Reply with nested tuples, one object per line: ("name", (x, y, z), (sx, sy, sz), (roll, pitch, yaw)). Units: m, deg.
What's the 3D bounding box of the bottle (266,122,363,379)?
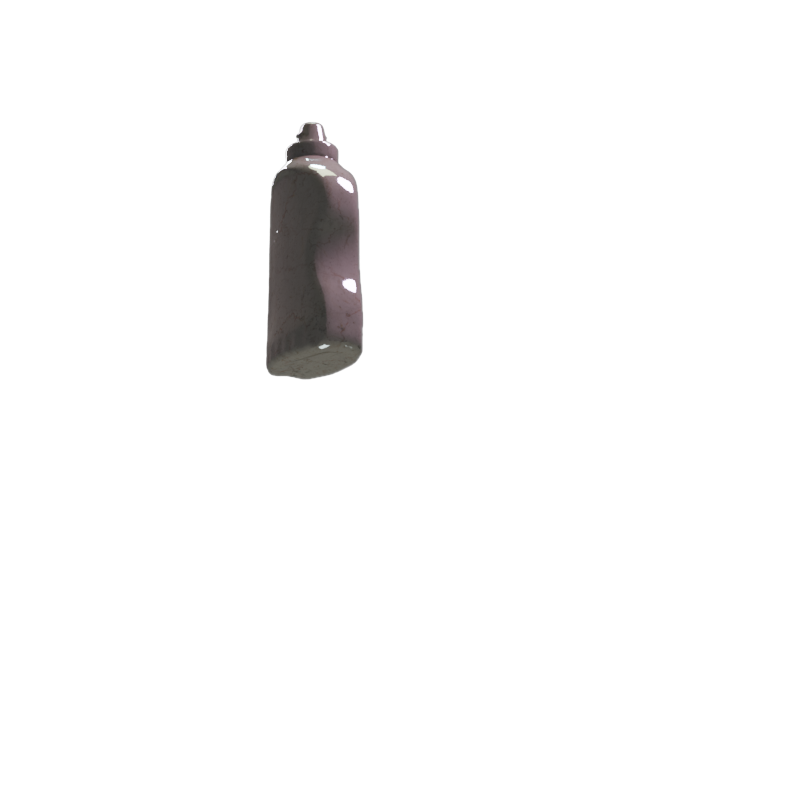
("bottle", (-0.065, -0.118, 0.827), (0.056, 0.201, 0.095), (9, -21, -27))
